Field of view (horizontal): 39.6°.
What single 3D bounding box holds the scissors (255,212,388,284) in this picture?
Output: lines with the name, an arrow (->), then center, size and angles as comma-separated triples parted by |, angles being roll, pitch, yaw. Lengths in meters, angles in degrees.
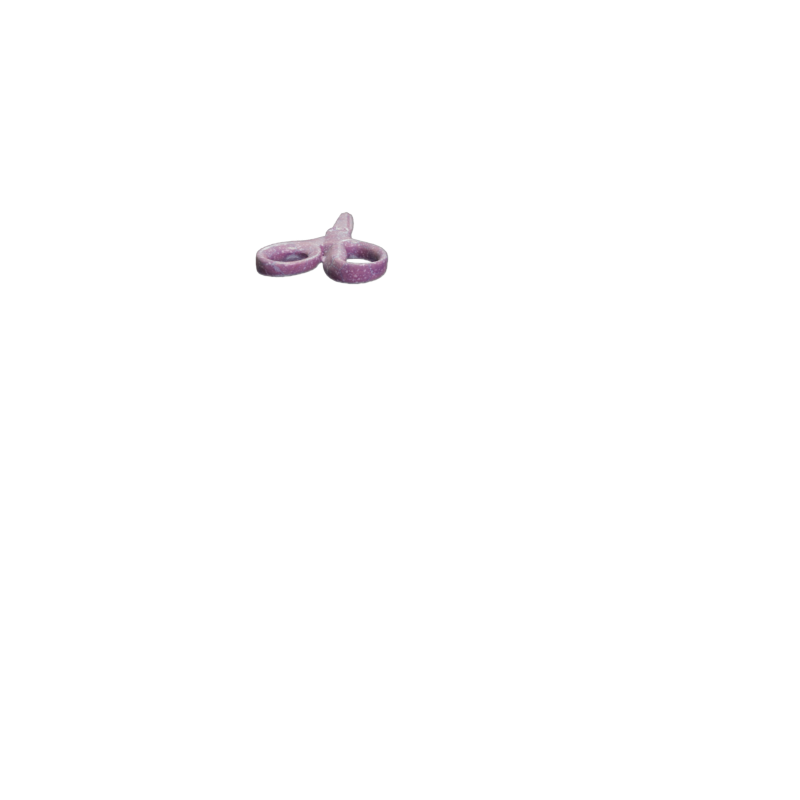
scissors -> -0.062, -0.113, 0.793 | 0.095, 0.015, 0.212 | -4, 20, -12
